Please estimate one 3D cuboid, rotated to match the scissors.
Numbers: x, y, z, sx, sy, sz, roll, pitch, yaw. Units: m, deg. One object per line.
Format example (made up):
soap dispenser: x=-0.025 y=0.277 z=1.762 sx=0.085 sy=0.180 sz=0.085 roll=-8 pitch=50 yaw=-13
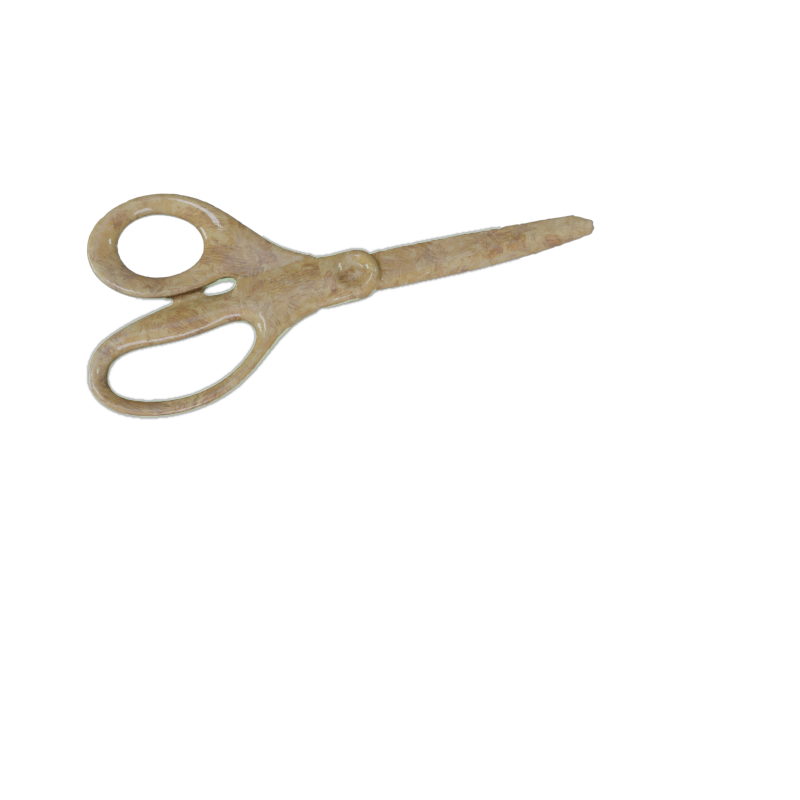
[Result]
scissors: x=-0.034 y=-0.062 z=0.435 sx=0.201 sy=0.100 sz=0.015 roll=-28 pitch=-16 yaw=-9
